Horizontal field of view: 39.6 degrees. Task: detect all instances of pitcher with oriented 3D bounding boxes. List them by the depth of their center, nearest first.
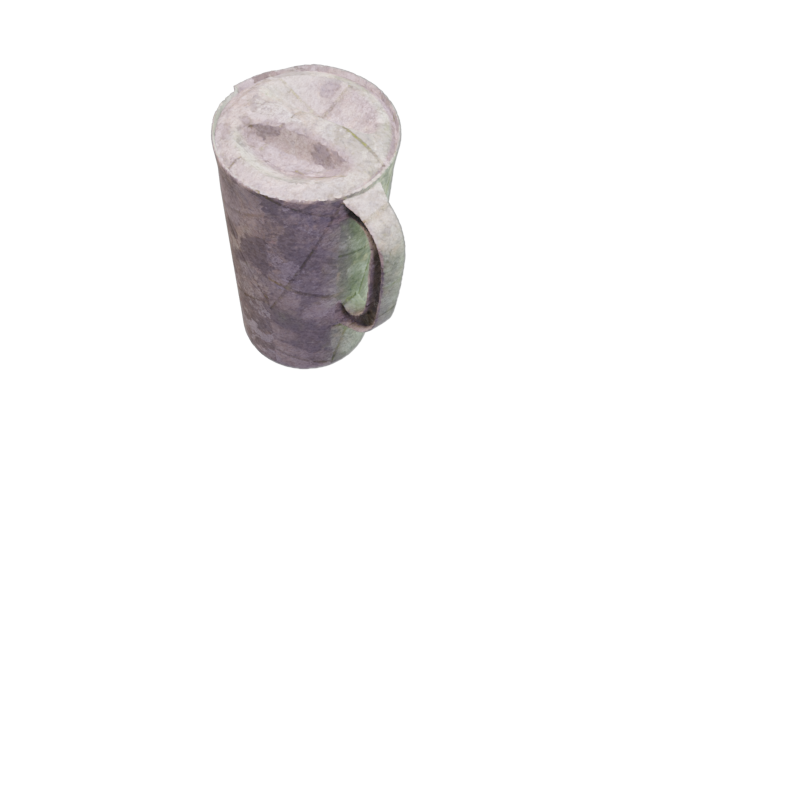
[{"bbox_3d":[-0.067,-0.122,0.854,0.146,0.158,0.227,7,-34,2],"label":"pitcher"}]
